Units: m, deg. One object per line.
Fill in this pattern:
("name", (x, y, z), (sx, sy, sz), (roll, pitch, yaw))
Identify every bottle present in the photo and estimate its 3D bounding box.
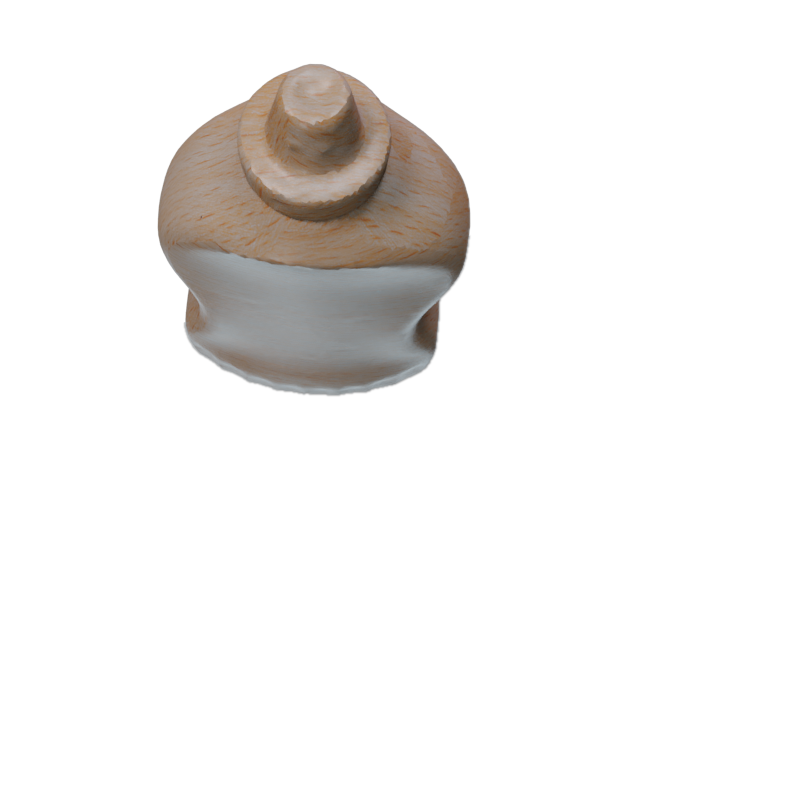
("bottle", (-0.028, -0.052, 0.359), (0.096, 0.061, 0.184), (8, -15, -1))
